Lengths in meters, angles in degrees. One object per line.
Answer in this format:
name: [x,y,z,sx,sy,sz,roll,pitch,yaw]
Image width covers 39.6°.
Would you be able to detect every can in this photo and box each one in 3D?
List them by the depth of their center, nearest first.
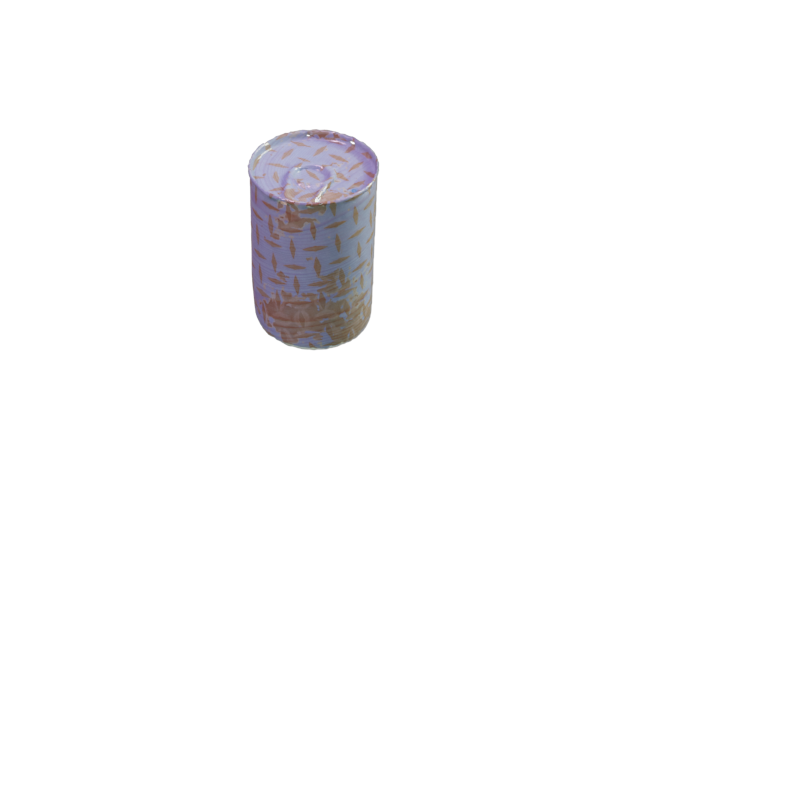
can: [-0.047,-0.086,0.603,0.068,0.095,0.073,0,42,-3]
